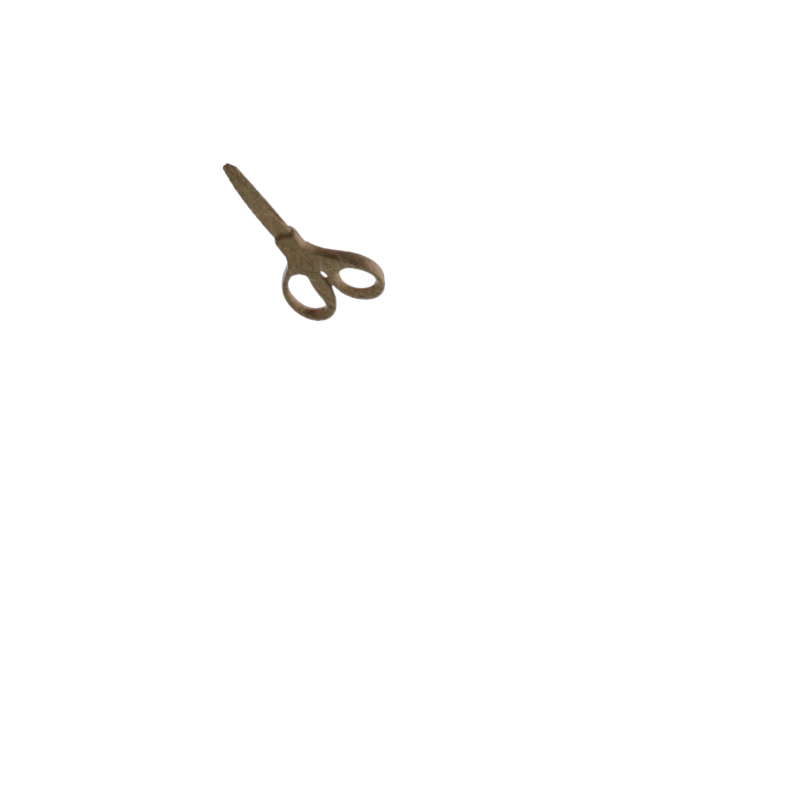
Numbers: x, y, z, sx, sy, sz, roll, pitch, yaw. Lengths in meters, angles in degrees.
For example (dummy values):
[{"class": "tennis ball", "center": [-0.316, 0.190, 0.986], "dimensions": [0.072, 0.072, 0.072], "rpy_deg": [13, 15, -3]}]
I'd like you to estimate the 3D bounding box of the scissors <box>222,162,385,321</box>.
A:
[{"class": "scissors", "center": [-0.069, -0.126, 0.883], "dimensions": [0.097, 0.017, 0.187], "rpy_deg": [-5, -34, 8]}]
